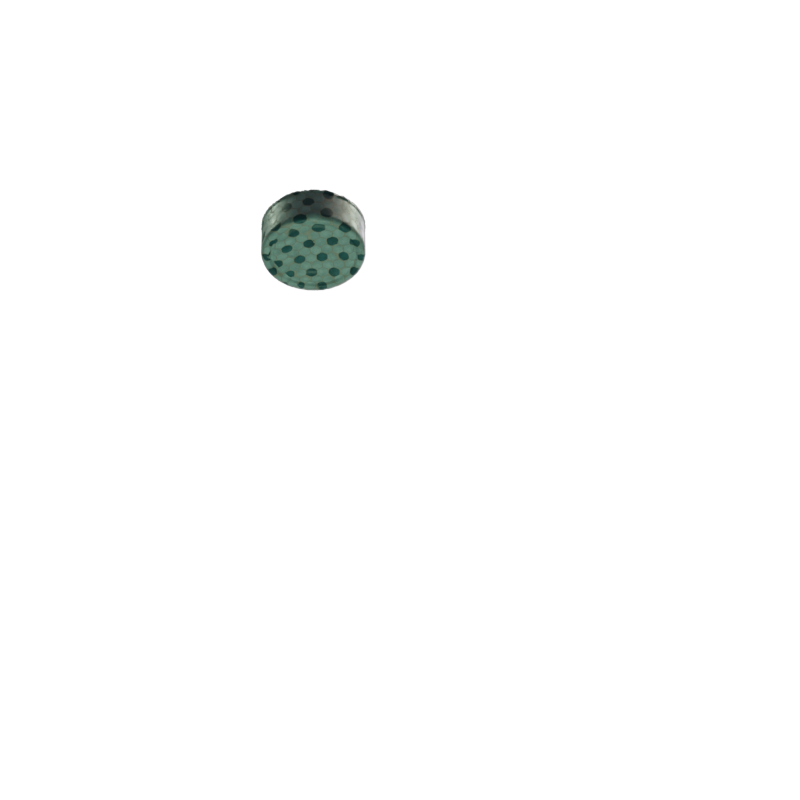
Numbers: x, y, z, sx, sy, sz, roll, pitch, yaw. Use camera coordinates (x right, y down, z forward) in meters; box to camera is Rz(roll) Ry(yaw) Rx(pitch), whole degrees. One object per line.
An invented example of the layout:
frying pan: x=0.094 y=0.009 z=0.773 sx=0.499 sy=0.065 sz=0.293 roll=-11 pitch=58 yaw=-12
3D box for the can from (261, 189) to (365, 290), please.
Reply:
can: x=-0.070 y=-0.129 z=0.900 sx=0.086 sy=0.036 sz=0.080 roll=1 pitch=-41 yaw=-1
